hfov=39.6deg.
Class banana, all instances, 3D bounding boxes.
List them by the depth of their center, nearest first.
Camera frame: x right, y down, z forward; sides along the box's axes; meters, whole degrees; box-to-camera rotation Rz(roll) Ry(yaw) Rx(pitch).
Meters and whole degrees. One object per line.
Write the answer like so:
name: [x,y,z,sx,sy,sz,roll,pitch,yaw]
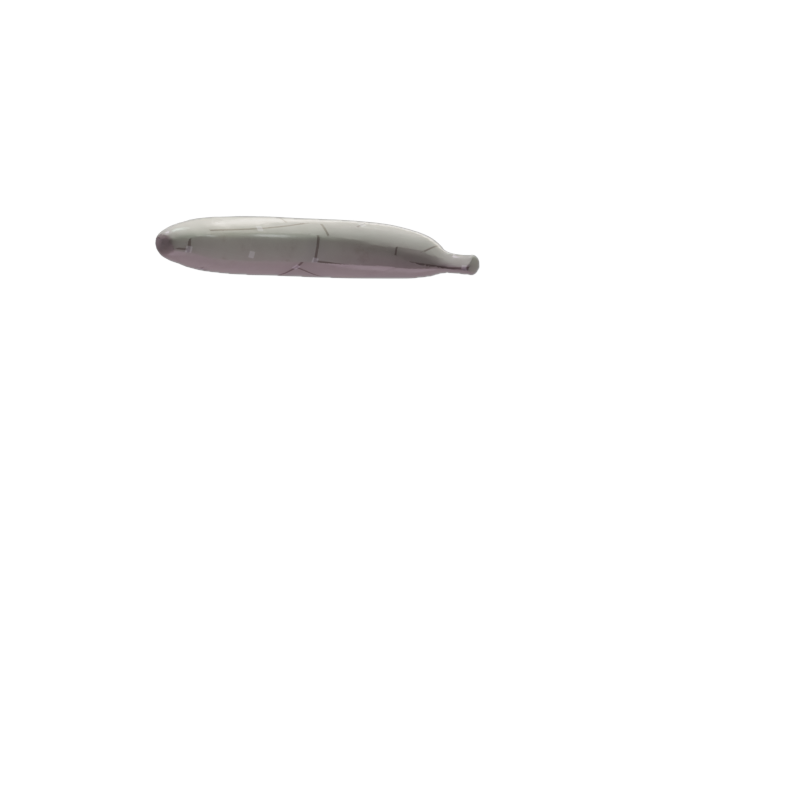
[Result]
banana: [-0.055,-0.095,0.678,0.193,0.037,0.071,0,-1,-17]
